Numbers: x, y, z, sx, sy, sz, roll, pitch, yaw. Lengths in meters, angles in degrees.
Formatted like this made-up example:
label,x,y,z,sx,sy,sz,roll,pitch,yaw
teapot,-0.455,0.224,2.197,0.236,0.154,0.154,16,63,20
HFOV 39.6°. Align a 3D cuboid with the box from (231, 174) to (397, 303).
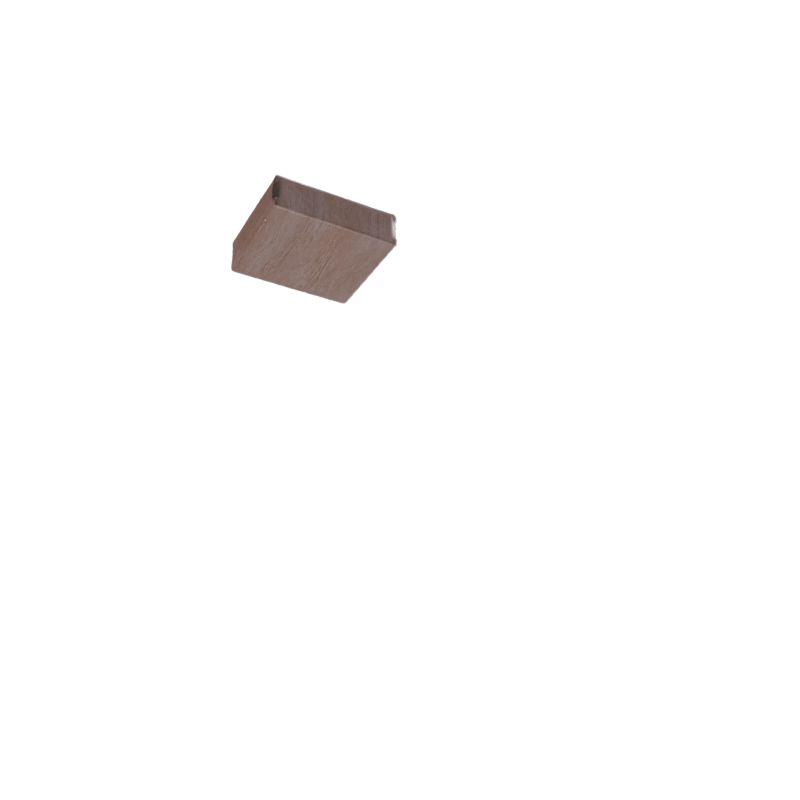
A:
label,x,y,z,sx,sy,sz,roll,pitch,yaw
box,-0.057,-0.105,0.733,0.086,0.032,0.071,16,-39,-22
